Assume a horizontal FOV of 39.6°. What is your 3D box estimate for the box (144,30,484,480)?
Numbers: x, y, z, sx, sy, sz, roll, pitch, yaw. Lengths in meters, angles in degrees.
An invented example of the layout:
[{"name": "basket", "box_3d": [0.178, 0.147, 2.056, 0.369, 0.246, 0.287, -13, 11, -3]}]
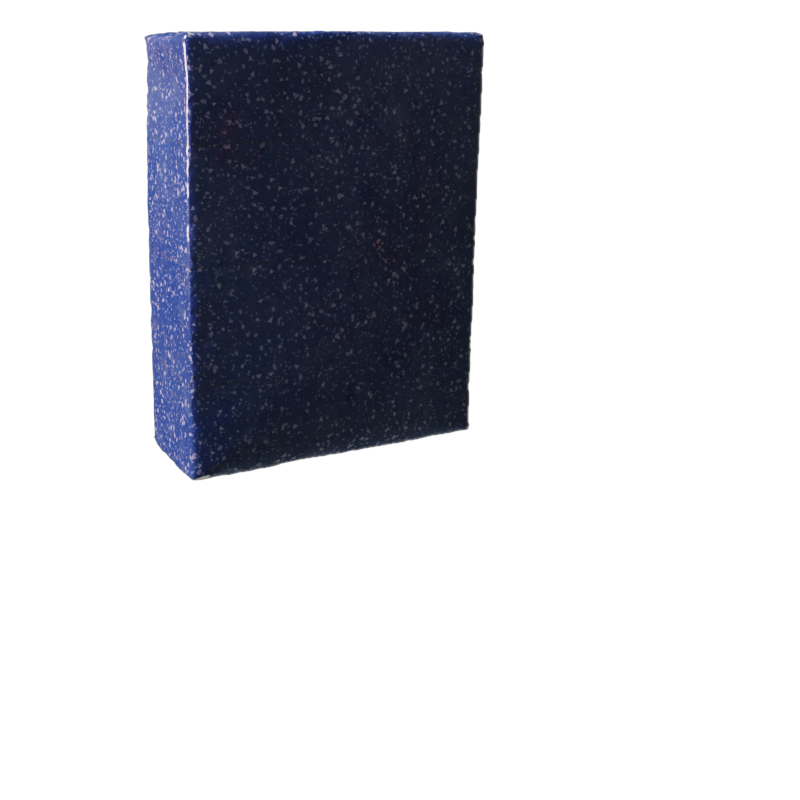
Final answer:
[{"name": "box", "box_3d": [-0.045, -0.082, 0.573, 0.160, 0.208, 0.076, -7, 14, -28]}]
